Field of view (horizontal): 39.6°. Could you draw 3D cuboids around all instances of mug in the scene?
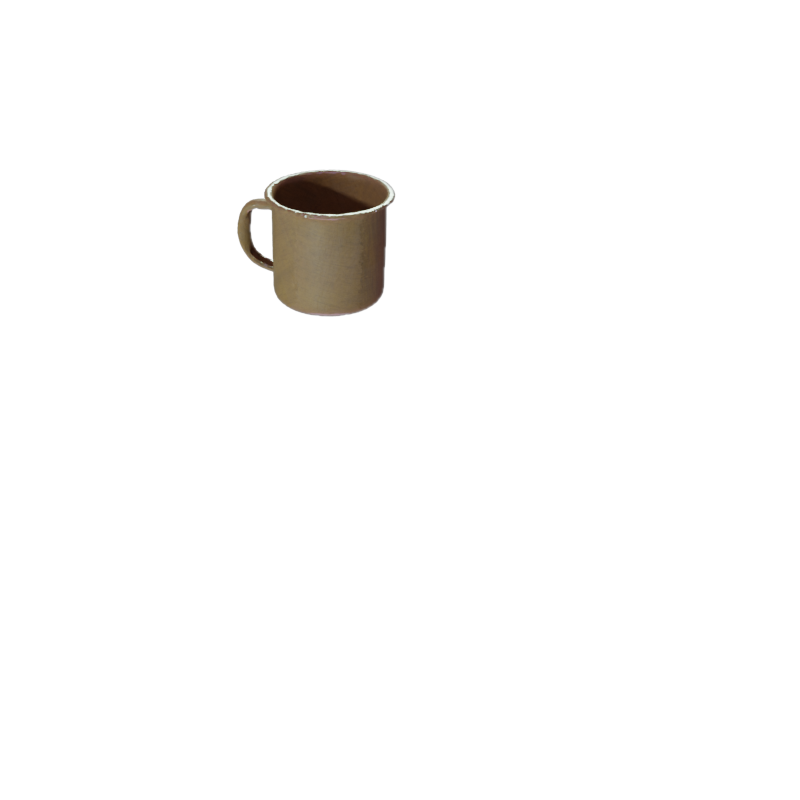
[{"bbox_3d":[-0.063,-0.115,0.804,0.120,0.077,0.096,8,29,13],"label":"mug"}]
